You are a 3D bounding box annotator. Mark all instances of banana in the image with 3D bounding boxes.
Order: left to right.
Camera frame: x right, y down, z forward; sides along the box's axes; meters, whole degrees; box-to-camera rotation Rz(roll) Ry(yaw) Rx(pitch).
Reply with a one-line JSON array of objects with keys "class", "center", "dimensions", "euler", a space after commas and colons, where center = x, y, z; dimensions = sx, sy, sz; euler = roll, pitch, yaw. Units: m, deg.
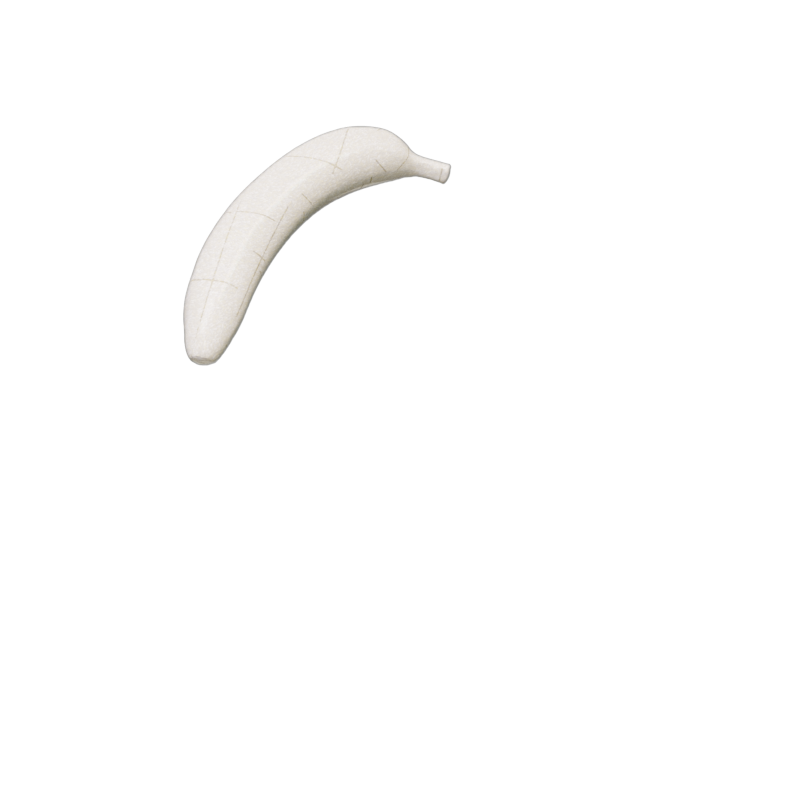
[{"class": "banana", "center": [-0.058, -0.100, 0.614], "dimensions": [0.073, 0.200, 0.034], "euler": [37, -27, 22]}]
